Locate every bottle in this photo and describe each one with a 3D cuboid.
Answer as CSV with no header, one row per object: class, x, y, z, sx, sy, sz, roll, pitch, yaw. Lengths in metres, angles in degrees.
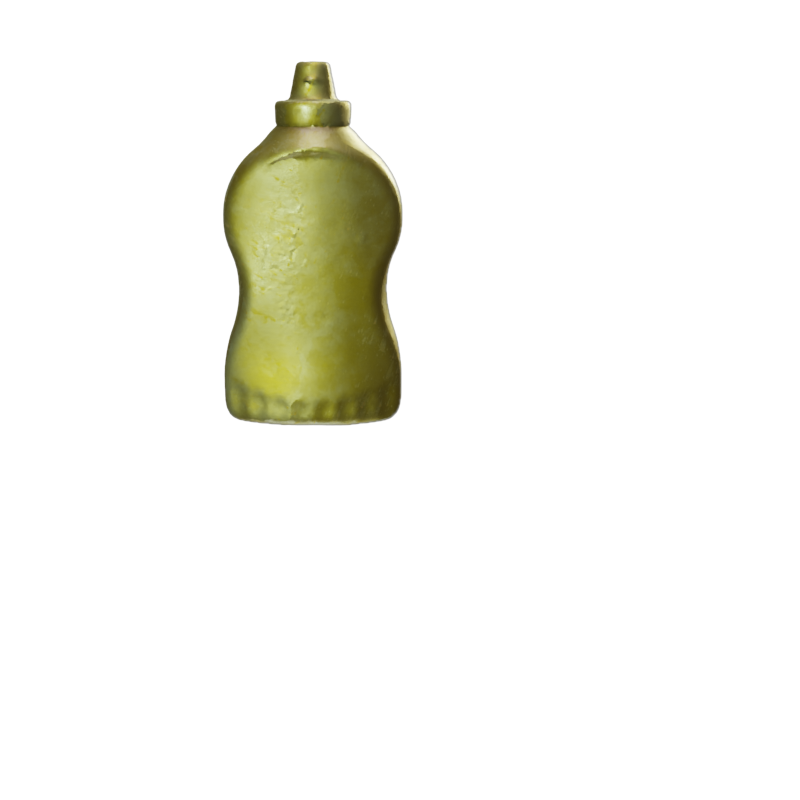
bottle,-0.047,-0.085,0.599,0.096,0.188,0.059,1,7,1
